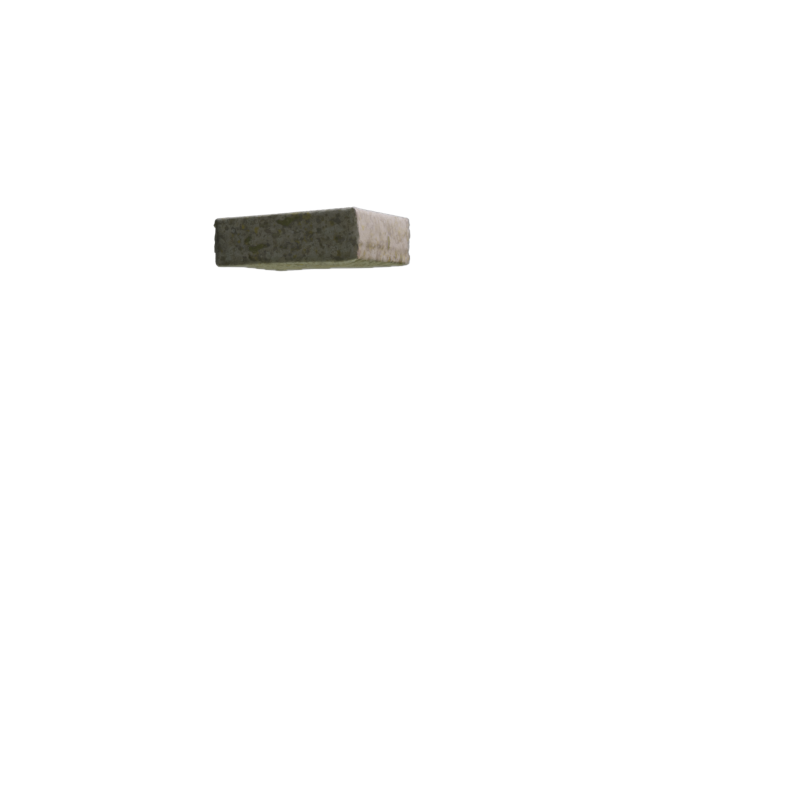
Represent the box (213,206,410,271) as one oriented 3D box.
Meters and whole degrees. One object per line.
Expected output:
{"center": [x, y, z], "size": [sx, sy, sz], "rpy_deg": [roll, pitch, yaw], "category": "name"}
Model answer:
{"center": [-0.061, -0.112, 0.782], "size": [0.117, 0.039, 0.087], "rpy_deg": [2, 4, 26], "category": "box"}
